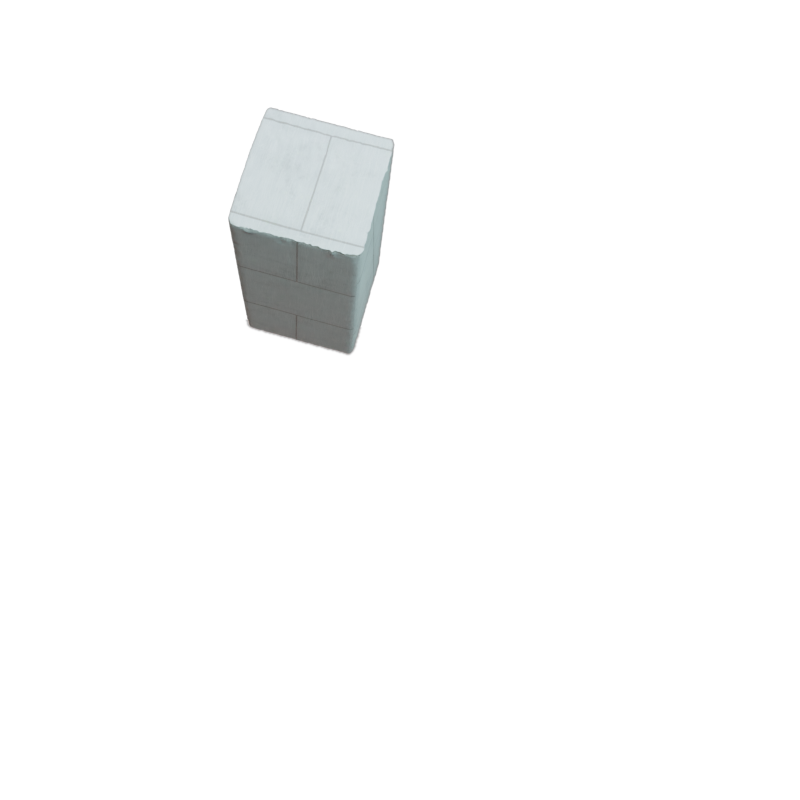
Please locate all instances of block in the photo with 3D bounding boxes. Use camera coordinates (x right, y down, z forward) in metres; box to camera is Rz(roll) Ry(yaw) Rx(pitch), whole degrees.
[{"bbox_3d":[-0.063,-0.114,0.805,0.091,0.093,0.197,16,-17,1],"label":"block"}]
